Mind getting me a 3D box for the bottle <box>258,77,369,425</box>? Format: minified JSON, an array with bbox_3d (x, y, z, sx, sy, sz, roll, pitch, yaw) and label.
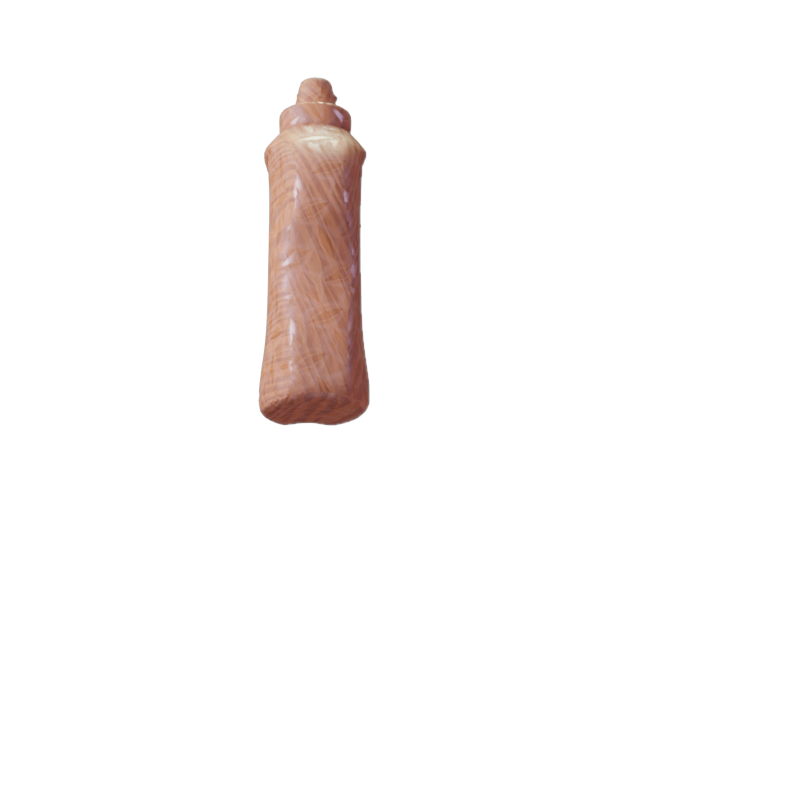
[{"bbox_3d":[-0.047,-0.087,0.609,0.058,0.199,0.093,0,-16,-5],"label":"bottle"}]
